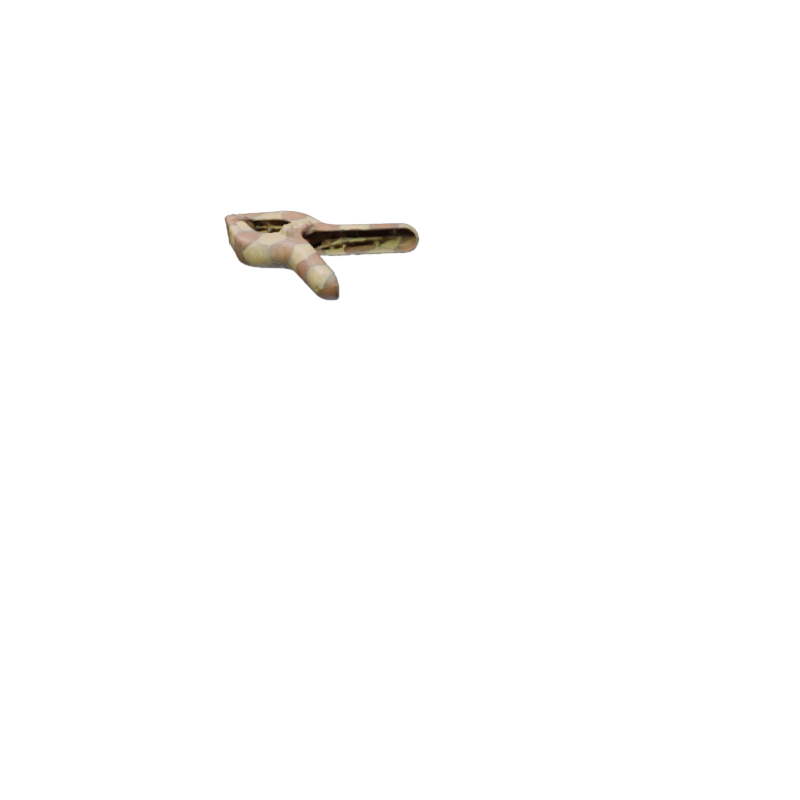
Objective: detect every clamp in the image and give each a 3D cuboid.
[{"bbox_3d":[-0.073,-0.133,0.932,0.119,0.037,0.183,-23,36,-38],"label":"clamp"}]
